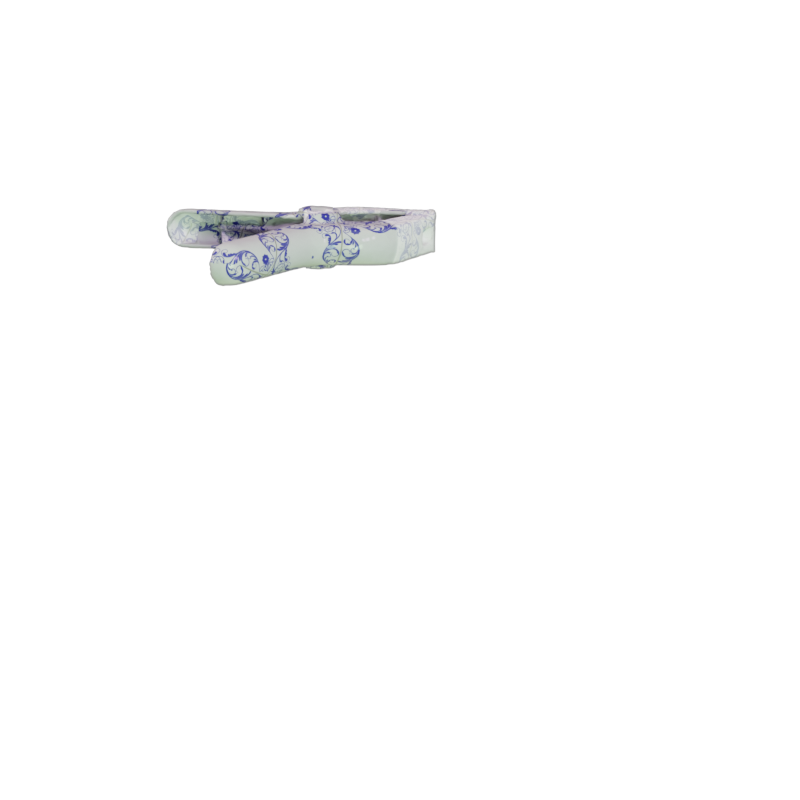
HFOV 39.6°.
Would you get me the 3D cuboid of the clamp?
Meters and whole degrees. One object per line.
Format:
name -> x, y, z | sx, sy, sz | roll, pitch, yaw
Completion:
clamp -> -0.053, -0.097, 0.680 | 0.169, 0.037, 0.128 | -6, 26, -12
